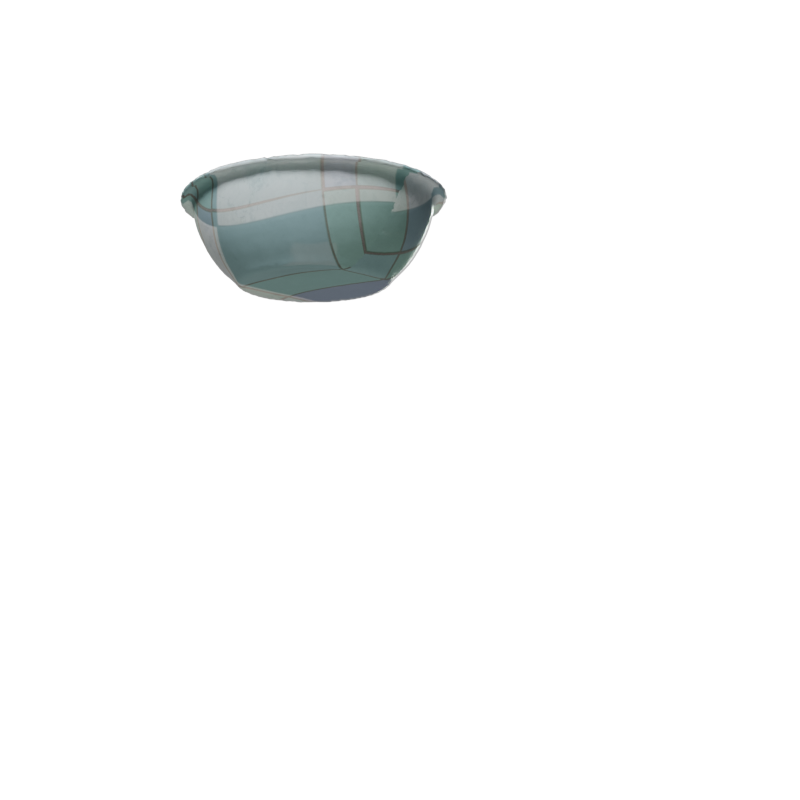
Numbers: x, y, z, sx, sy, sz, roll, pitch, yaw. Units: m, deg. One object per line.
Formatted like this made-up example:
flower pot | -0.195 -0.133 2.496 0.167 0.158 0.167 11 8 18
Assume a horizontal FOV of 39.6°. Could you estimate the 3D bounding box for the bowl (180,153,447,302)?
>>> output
bowl | -0.052 -0.096 0.670 0.162 0.057 0.157 0 -9 -2
